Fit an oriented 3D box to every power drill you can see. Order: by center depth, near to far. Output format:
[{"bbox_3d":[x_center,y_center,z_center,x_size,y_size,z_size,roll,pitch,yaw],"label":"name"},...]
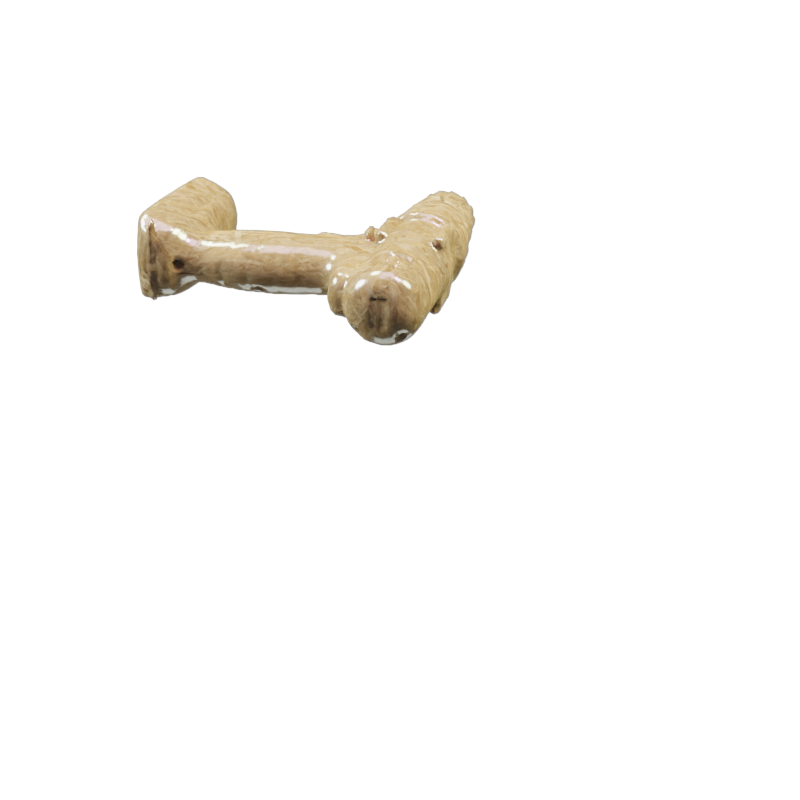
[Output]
[{"bbox_3d":[-0.054,-0.098,0.689,0.192,0.055,0.189,7,26,15],"label":"power drill"}]
